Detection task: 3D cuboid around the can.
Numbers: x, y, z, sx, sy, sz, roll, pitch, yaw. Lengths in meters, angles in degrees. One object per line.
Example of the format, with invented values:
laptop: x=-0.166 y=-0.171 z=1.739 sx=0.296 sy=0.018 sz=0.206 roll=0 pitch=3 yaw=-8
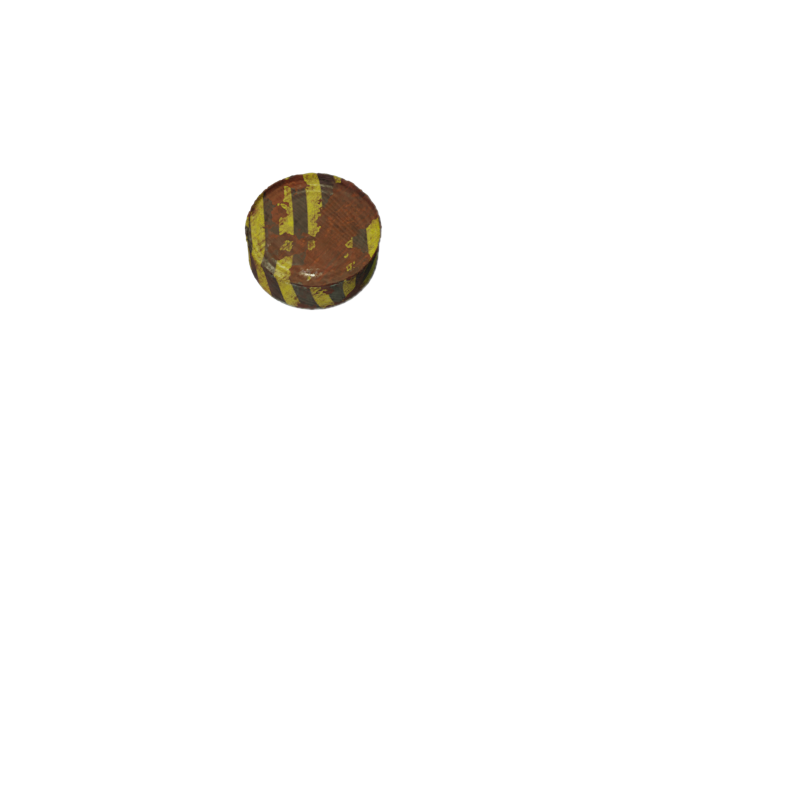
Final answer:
can: x=-0.055 y=-0.101 z=0.707 sx=0.086 sy=0.092 sz=0.031 roll=-1 pitch=-30 yaw=-1
